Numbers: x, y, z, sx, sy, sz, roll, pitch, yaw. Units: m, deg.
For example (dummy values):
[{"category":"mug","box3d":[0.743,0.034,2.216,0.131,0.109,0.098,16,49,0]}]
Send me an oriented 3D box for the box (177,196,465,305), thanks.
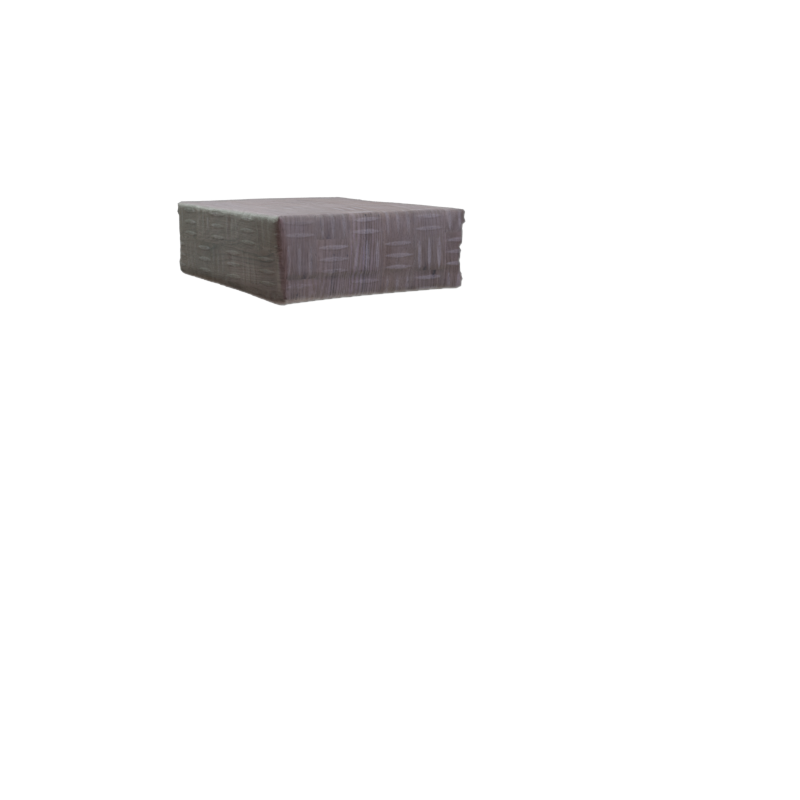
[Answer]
[{"category":"box","box3d":[-0.039,-0.071,0.500,0.087,0.038,0.120,-8,17,-30]}]
